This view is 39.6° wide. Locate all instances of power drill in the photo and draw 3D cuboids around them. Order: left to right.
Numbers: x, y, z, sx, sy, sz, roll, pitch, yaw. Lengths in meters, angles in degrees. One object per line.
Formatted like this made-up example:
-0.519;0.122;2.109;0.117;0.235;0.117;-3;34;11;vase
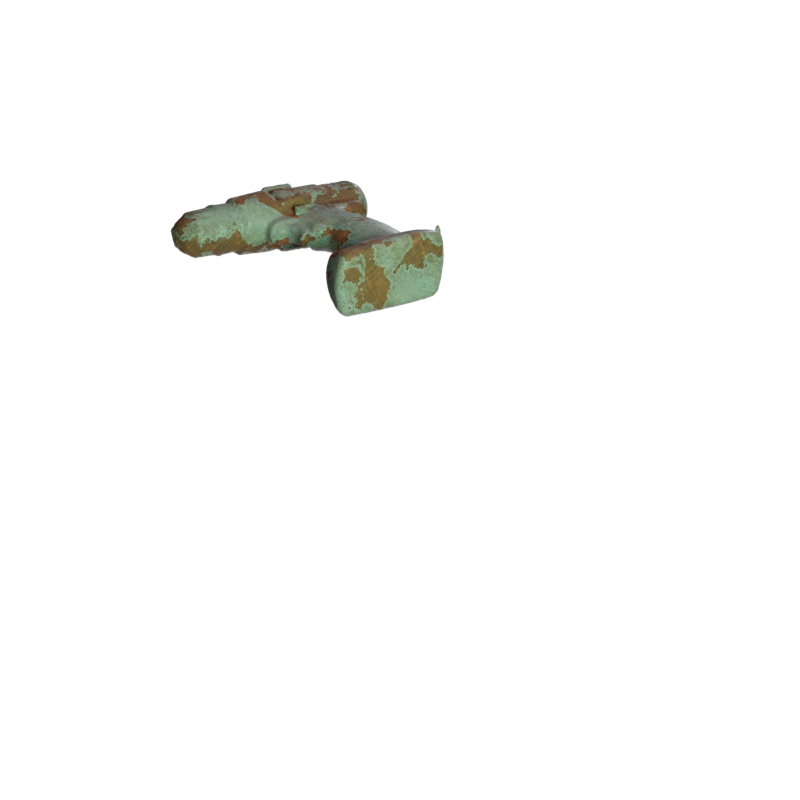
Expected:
-0.071;-0.129;0.903;0.181;0.054;0.201;-18;33;-30;power drill
